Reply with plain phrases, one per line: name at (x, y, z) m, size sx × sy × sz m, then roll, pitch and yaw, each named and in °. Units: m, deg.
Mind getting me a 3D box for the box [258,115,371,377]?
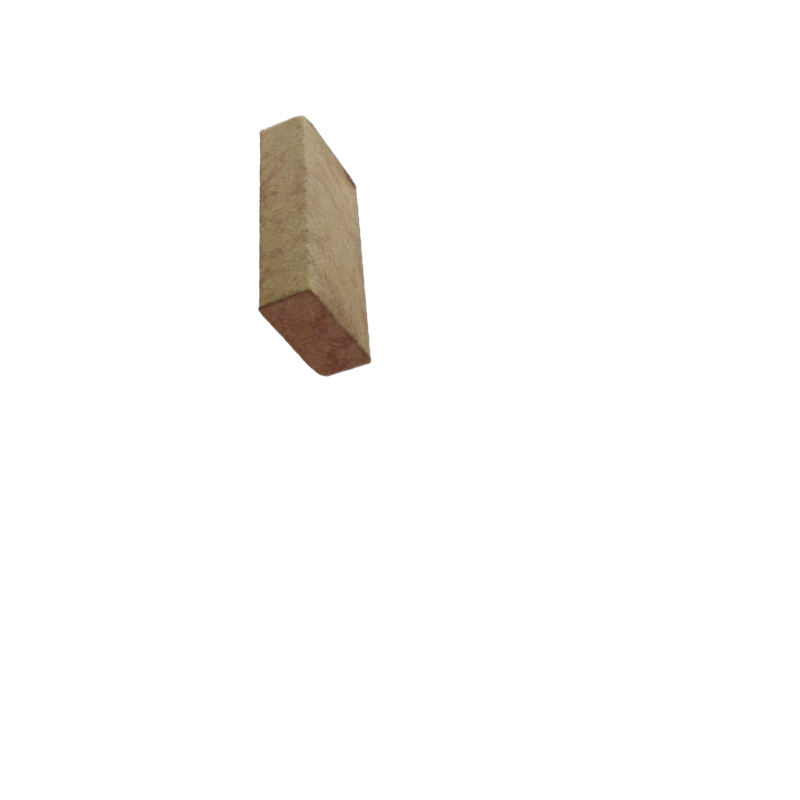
box at (-0.062, -0.114, 0.797) m, size 0.048 × 0.189 × 0.086 m, roll -19°, pitch -40°, yaw 19°
